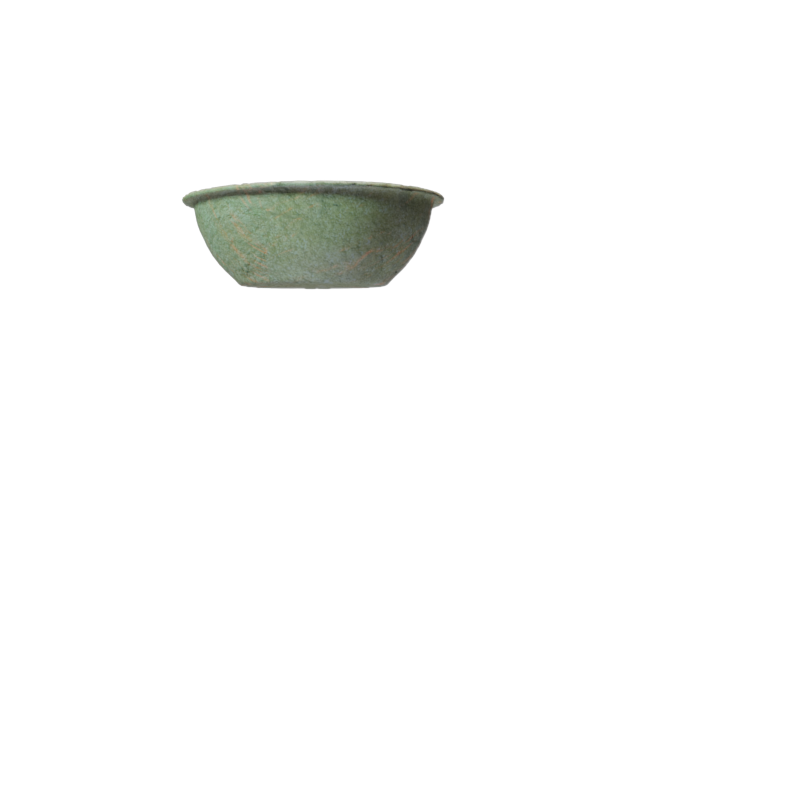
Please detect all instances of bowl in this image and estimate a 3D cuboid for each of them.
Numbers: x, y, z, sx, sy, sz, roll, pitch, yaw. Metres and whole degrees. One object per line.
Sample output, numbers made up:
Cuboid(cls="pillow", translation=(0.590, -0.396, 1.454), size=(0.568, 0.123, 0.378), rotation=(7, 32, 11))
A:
Cuboid(cls="bowl", translation=(-0.054, -0.098, 0.684), size=(0.162, 0.055, 0.162), rotation=(0, 3, -2))
